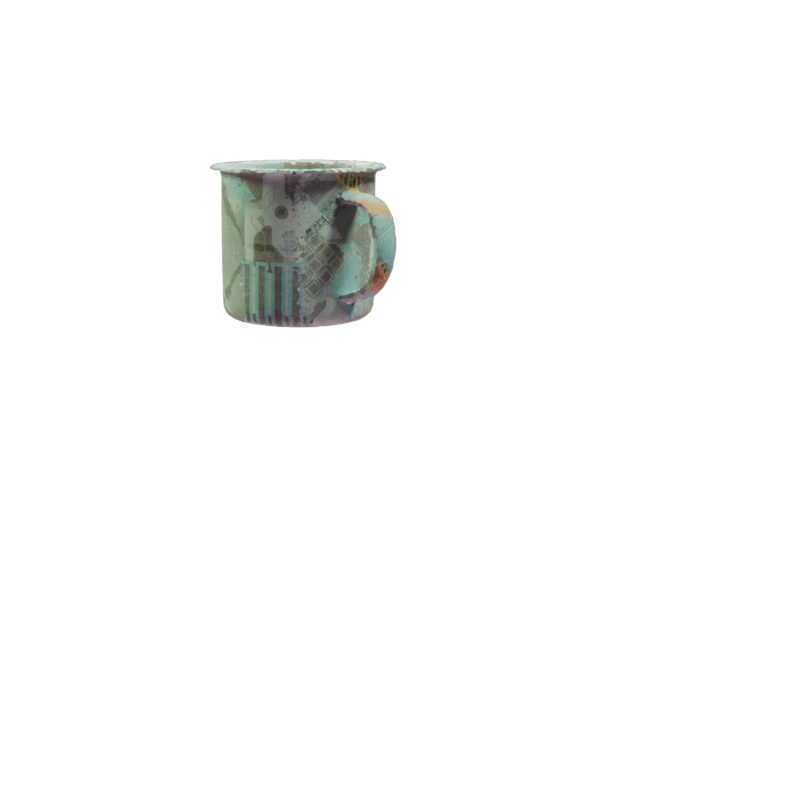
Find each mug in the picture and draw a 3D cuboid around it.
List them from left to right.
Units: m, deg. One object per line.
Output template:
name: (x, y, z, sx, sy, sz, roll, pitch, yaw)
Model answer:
mug: (-0.046, -0.084, 0.585, 0.091, 0.080, 0.123, -11, 17, -43)
